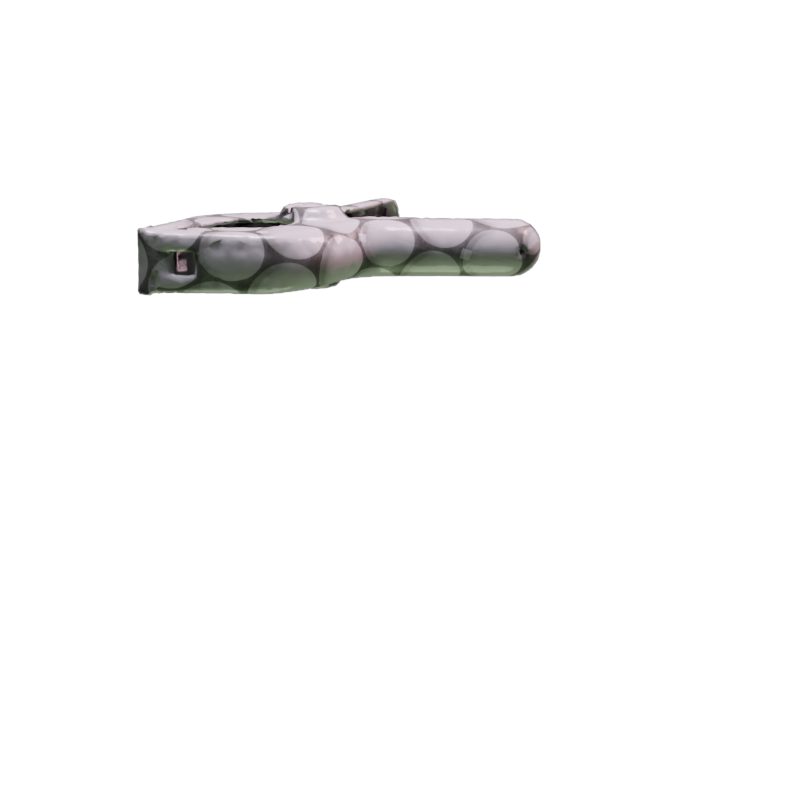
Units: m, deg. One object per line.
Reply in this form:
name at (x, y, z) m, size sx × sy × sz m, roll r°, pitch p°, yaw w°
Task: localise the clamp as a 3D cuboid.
clamp at (-0.039, -0.071, 0.497) m, size 0.167 × 0.039 × 0.125 m, roll -4°, pitch 10°, yaw -24°
